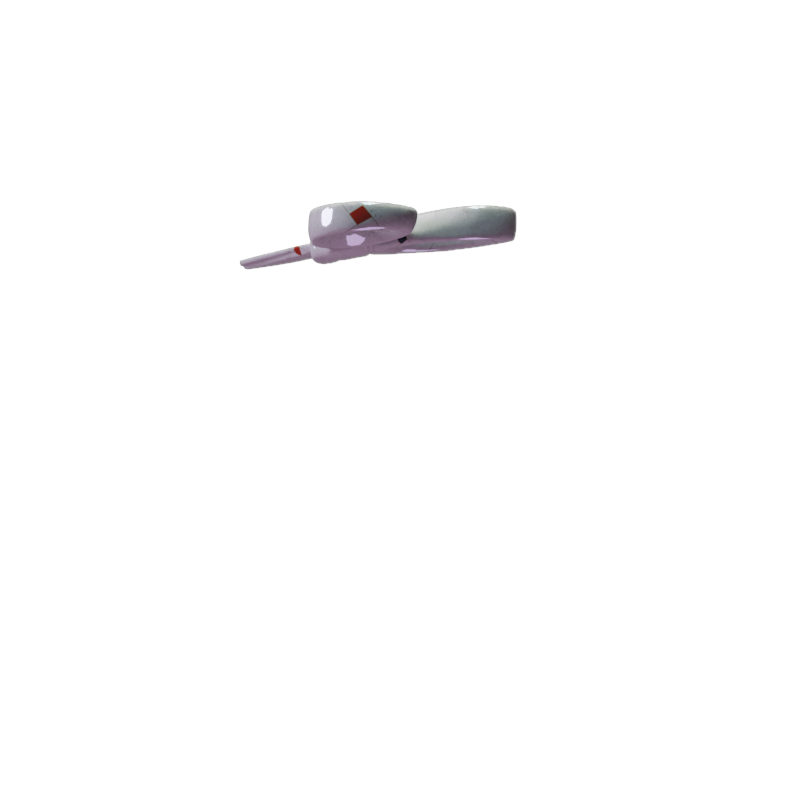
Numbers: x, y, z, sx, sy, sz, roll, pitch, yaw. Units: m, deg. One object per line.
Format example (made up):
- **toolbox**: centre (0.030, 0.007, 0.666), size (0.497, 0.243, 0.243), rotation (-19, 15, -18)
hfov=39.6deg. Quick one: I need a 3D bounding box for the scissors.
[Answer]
- **scissors**: centre (-0.041, -0.074, 0.521), size (0.209, 0.016, 0.092), rotation (0, 0, 42)
